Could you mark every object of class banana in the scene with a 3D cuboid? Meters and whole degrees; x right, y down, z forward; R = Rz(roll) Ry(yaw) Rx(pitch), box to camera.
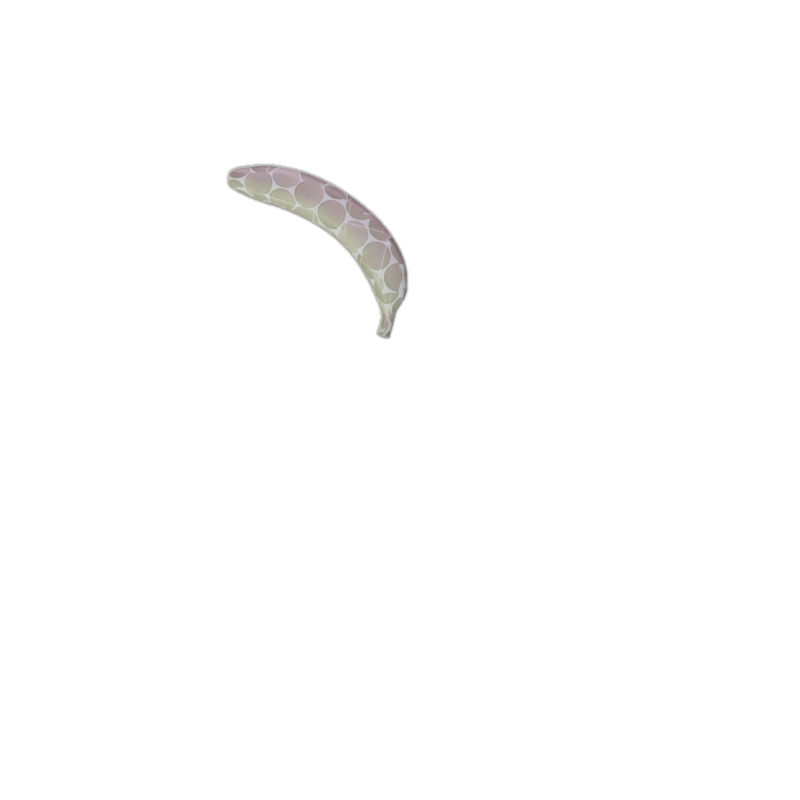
[{"bbox_3d":[-0.058,-0.145,0.946,0.070,0.202,0.036,-44,-8,-8],"label":"banana"}]
